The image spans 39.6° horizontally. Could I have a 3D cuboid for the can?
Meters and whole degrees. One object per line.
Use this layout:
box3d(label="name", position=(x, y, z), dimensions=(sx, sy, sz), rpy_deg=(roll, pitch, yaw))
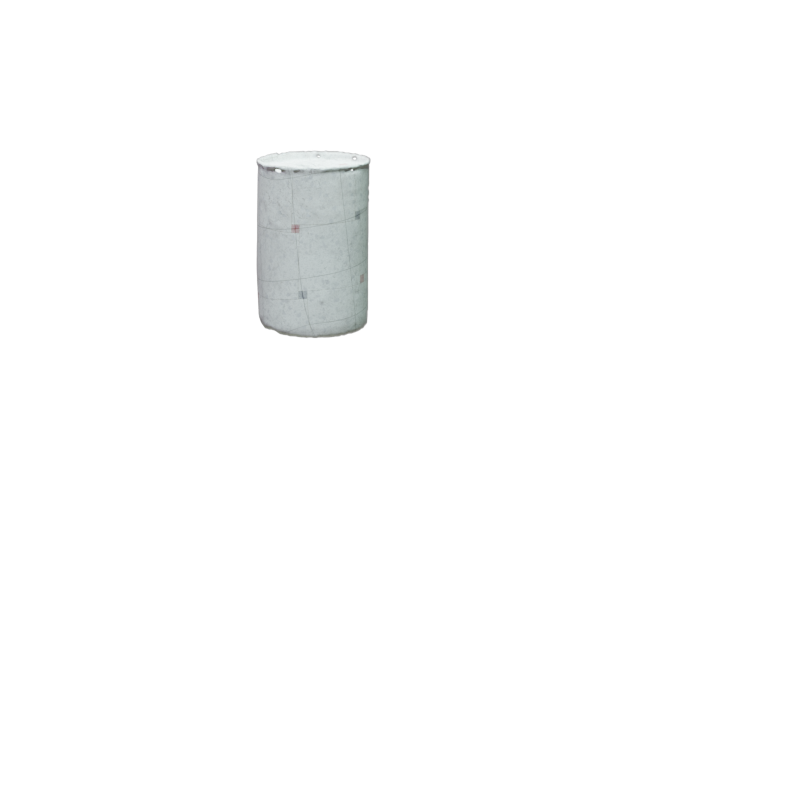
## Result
box3d(label="can", position=(-0.052, -0.096, 0.669), dimensions=(0.068, 0.099, 0.071), rpy_deg=(0, 15, -2))
